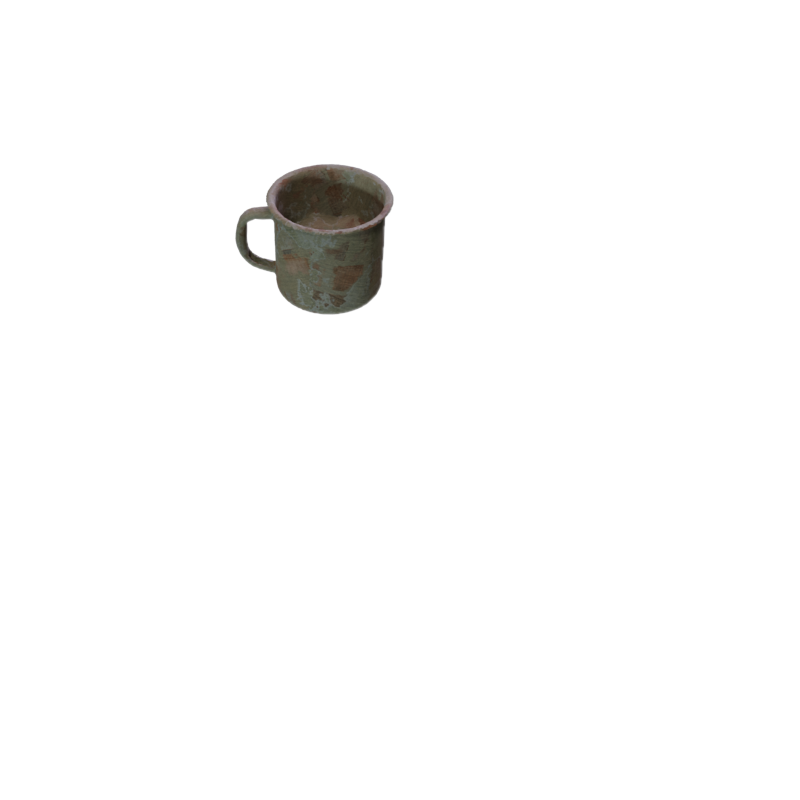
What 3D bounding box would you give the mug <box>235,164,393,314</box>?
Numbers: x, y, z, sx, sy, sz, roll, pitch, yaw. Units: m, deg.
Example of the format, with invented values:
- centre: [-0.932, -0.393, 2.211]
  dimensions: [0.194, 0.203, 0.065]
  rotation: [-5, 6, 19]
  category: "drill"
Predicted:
- centre: [-0.065, -0.119, 0.832]
  dimensions: [0.117, 0.076, 0.100]
  rotation: [0, 40, -1]
  category: "mug"
